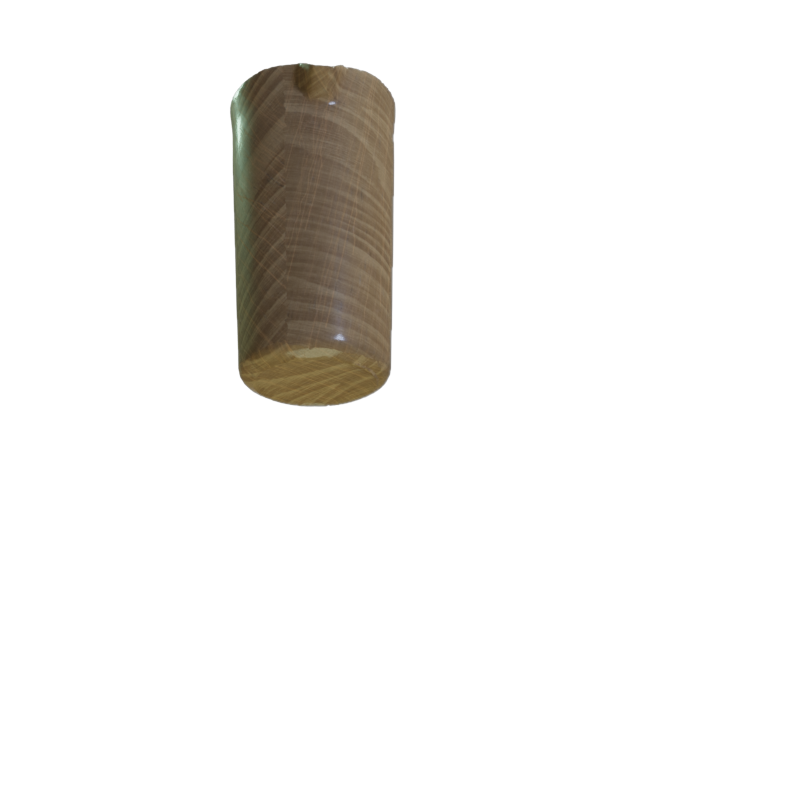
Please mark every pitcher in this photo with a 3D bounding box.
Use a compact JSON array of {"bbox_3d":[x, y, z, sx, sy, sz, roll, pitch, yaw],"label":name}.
[{"bbox_3d":[-0.066,-0.121,0.845,0.146,0.258,0.139,-19,-32,31],"label":"pitcher"}]
